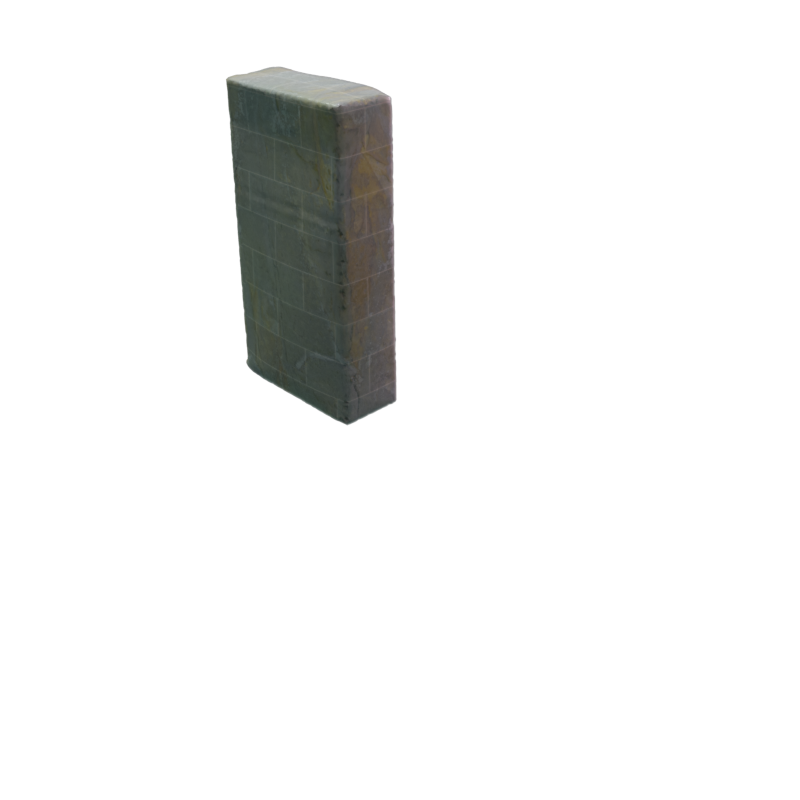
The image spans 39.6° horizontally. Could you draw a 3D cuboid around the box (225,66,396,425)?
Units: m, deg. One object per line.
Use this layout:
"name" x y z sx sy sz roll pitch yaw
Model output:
"box" -0.047 -0.086 0.601 0.047 0.168 0.099 -17 29 -39
